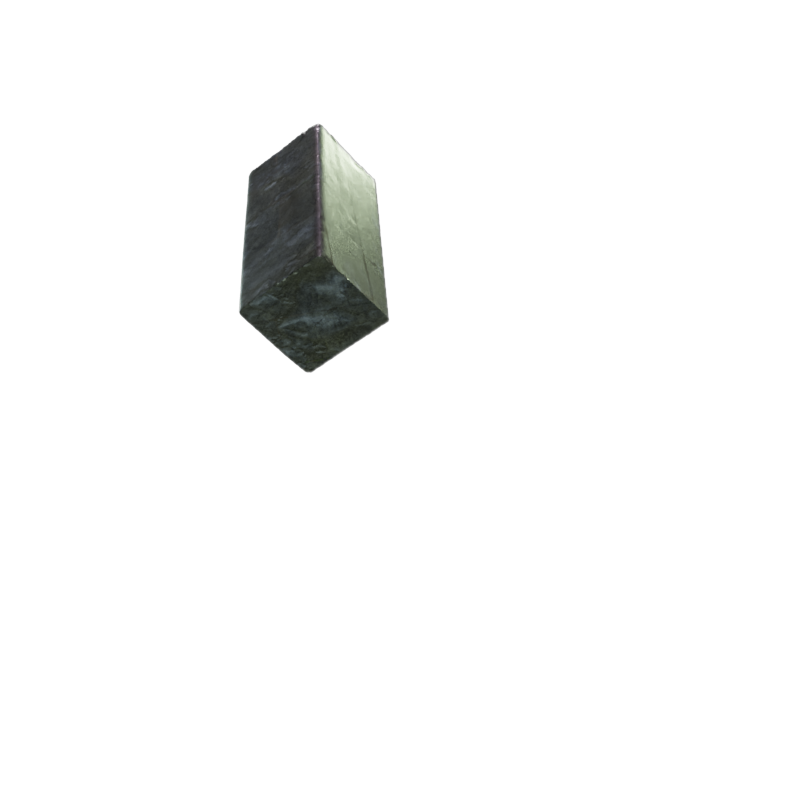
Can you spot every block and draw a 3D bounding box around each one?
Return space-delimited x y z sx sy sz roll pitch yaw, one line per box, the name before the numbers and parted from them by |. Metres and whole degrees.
block | -0.076 -0.138 0.967 0.090 0.221 0.084 -33 -55 22
